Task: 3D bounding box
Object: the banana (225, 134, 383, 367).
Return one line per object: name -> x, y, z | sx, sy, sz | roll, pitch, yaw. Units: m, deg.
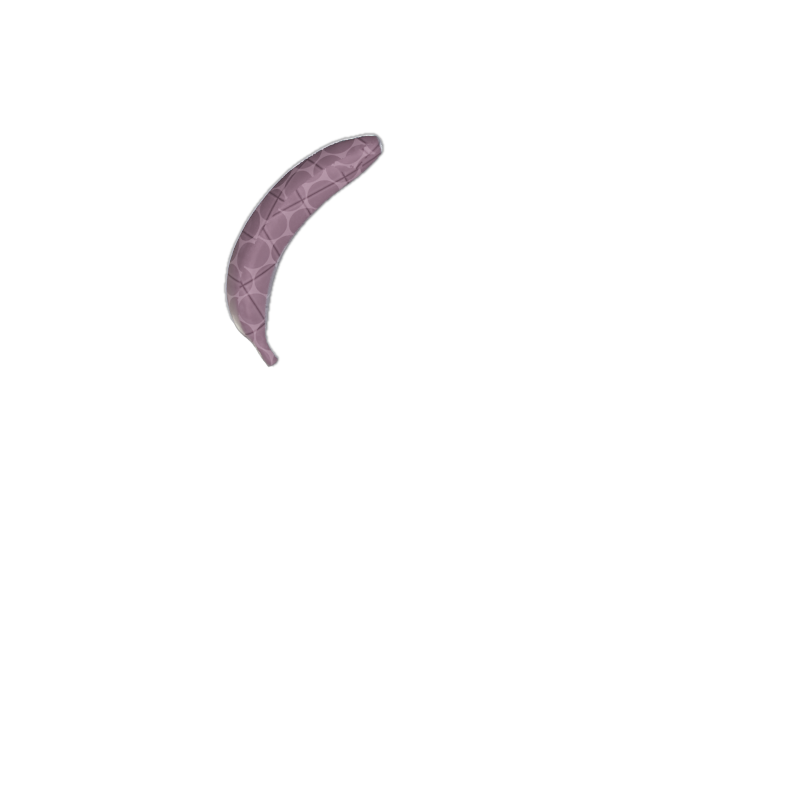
banana -> -0.085, -0.125, 0.846 | 0.068, 0.193, 0.038 | 26, 15, -9
